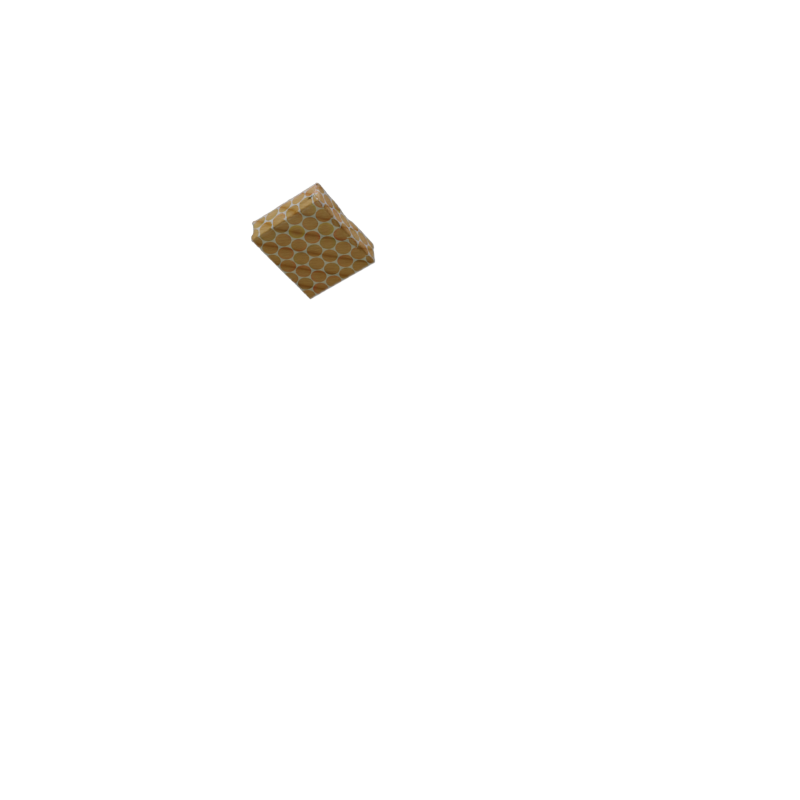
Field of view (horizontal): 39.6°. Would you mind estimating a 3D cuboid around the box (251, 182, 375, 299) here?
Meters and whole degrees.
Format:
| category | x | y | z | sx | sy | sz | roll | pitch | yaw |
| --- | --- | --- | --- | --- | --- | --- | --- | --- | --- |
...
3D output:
| category | x | y | z | sx | sy | sz | roll | pitch | yaw |
| --- | --- | --- | --- | --- | --- | --- | --- | --- | --- |
| box | -0.077 | -0.140 | 0.980 | 0.073 | 0.032 | 0.083 | -29 | -55 | 22 |
